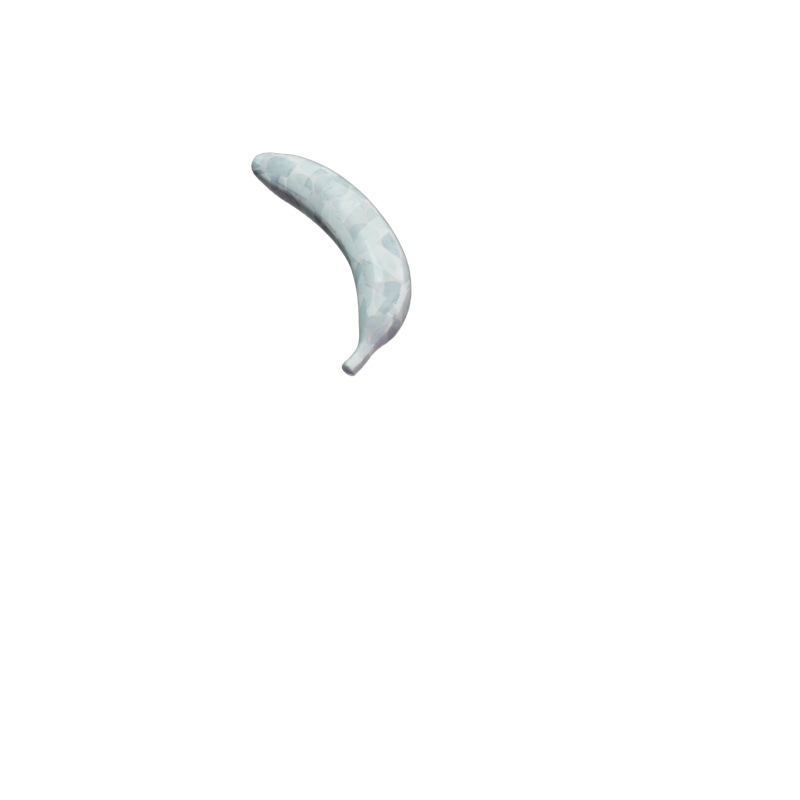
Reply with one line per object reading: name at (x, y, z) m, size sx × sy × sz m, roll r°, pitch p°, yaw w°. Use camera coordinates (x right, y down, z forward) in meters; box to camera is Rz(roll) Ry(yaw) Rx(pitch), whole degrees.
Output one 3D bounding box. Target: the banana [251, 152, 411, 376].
banana at (-0.040, -0.109, 0.750) m, size 0.069 × 0.214 × 0.034 m, roll -16°, pitch -37°, yaw -13°
